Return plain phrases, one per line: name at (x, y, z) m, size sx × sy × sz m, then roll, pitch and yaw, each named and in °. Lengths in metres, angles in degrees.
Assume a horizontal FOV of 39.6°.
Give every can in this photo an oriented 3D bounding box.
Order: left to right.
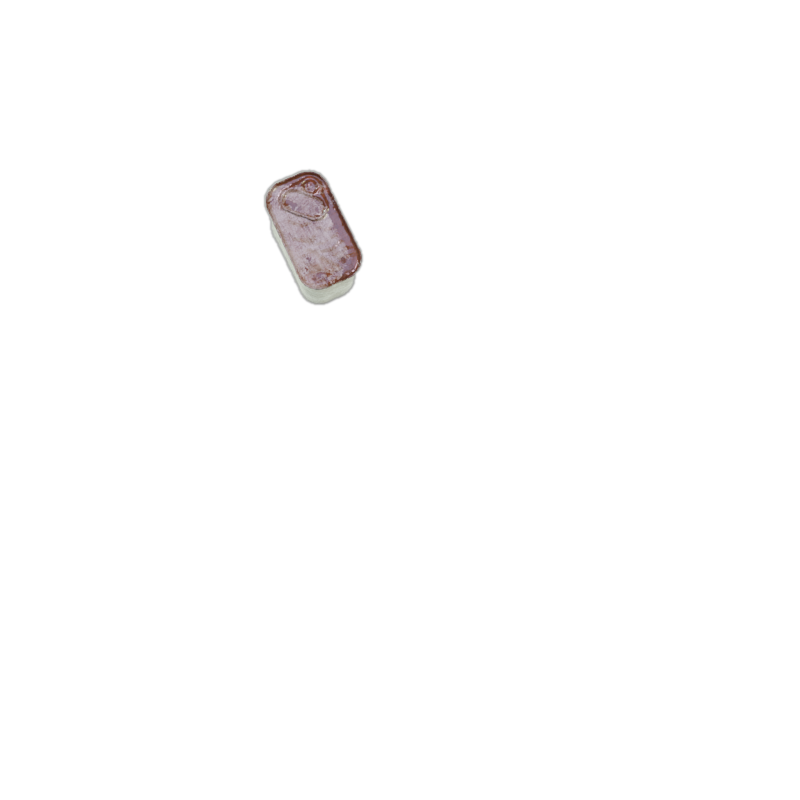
can at (-0.076, -0.139, 0.972) m, size 0.057 × 0.105 × 0.081 m, roll -24°, pitch -10°, yaw -7°
